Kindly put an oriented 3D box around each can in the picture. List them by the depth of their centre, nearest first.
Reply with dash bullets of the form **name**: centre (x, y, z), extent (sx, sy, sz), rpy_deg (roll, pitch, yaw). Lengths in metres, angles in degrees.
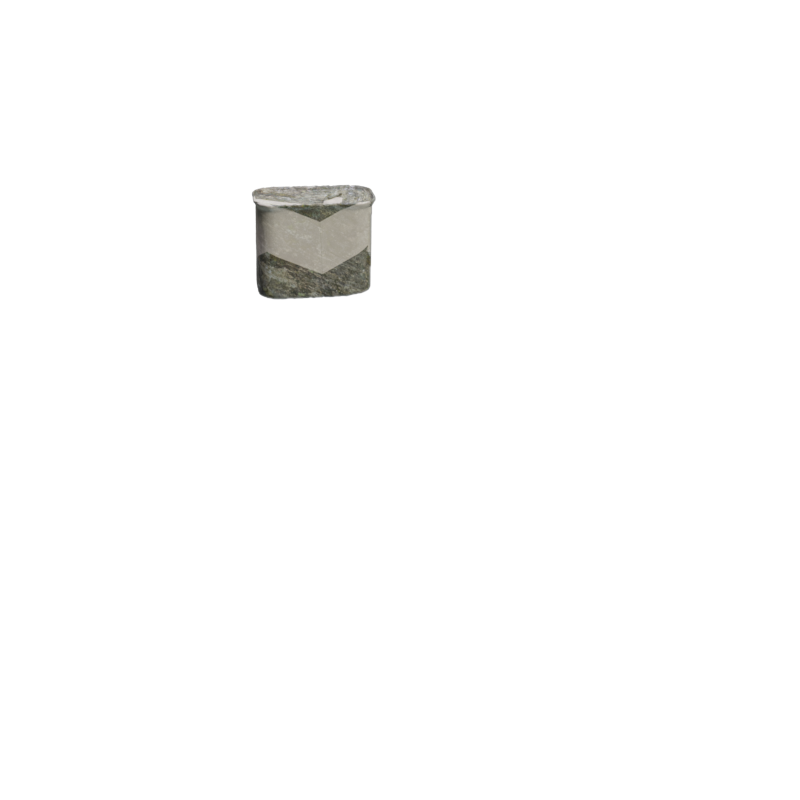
- **can**: centre (-0.073, -0.134, 0.938), extent (0.101, 0.080, 0.061), rpy_deg (-3, 21, -8)
